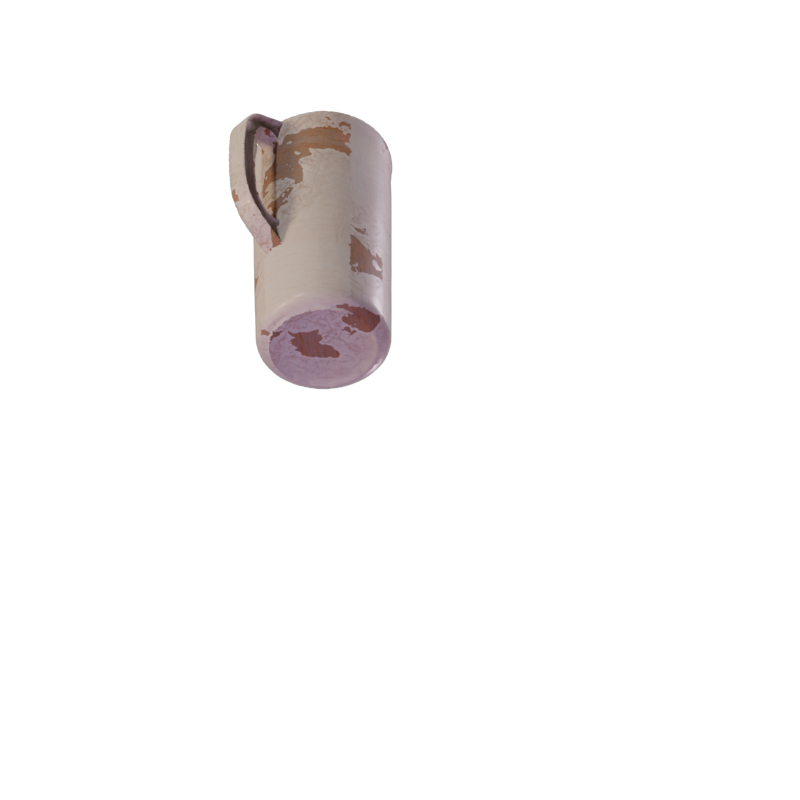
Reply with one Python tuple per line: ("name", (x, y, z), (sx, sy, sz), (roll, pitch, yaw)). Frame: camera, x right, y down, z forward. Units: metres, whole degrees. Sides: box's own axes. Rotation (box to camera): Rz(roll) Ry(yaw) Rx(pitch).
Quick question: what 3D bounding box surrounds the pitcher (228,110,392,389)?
("pitcher", (-0.075, -0.136, 0.956), (0.149, 0.135, 0.261), (0, 44, -4))
